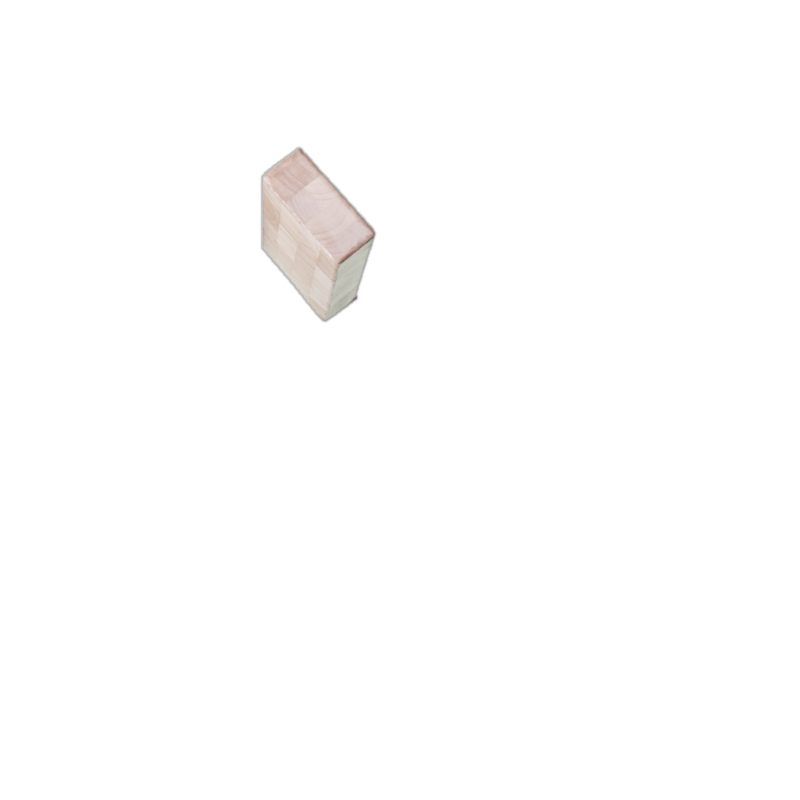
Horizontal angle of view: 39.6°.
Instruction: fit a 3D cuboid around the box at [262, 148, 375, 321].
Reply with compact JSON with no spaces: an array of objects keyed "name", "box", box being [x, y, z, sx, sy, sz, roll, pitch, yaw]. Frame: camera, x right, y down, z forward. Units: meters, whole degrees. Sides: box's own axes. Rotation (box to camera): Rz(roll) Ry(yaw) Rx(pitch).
[{"name":"box","box":[-0.072,-0.130,0.911,0.048,0.096,0.171,-39,-7,-10]}]
